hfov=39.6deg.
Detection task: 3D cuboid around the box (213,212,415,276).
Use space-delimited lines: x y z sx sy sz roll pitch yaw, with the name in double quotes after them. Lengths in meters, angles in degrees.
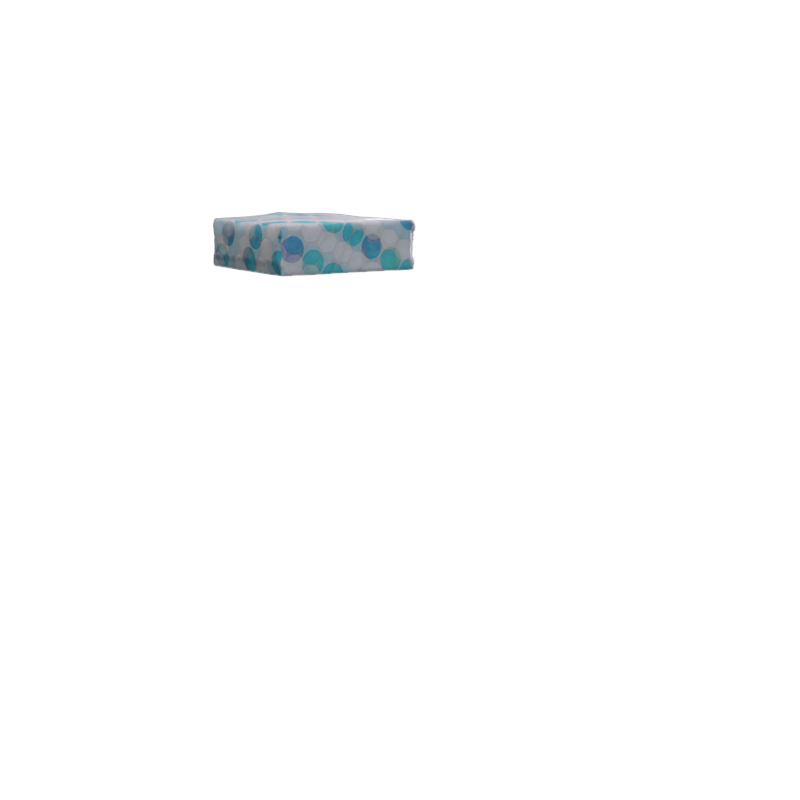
-0.048 -0.088 0.613 0.087 0.030 0.077 -8 14 -35 "box"
